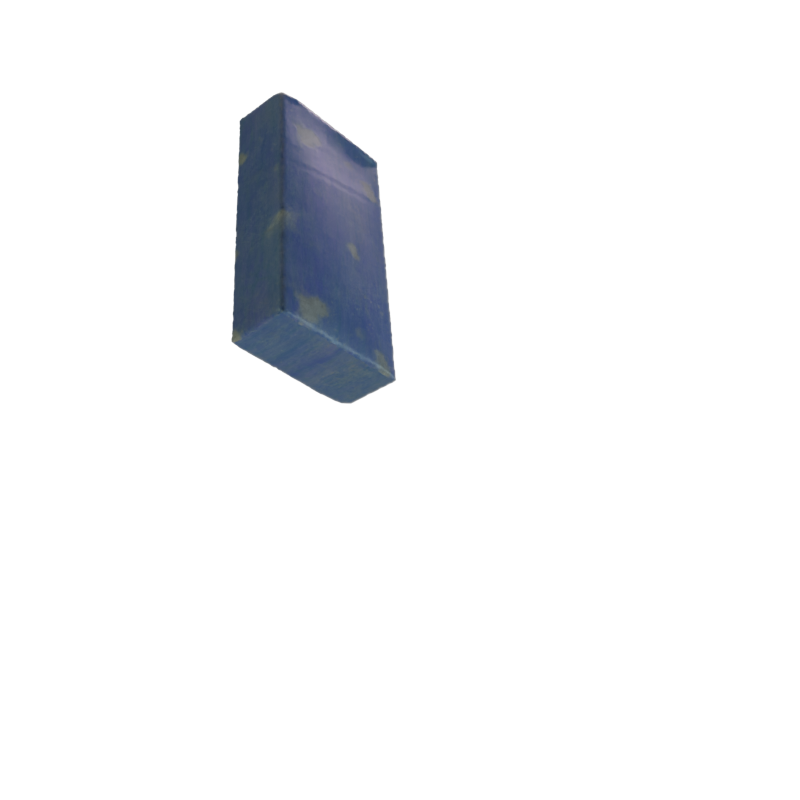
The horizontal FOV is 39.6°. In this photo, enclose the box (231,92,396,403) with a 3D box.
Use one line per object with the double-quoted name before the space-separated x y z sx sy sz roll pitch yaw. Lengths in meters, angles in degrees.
"box" -0.051 -0.094 0.655 0.048 0.189 0.087 -30 -45 32
